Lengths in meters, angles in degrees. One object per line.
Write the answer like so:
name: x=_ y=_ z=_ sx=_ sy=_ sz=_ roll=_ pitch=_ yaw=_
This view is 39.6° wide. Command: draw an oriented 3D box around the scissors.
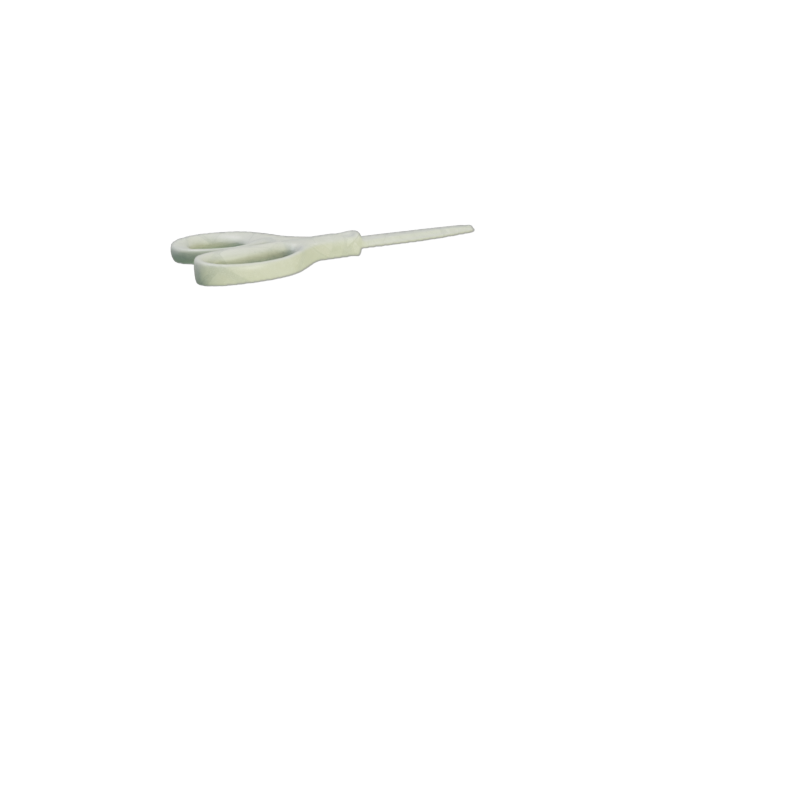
scissors: x=-0.053 y=-0.097 z=0.677 sx=0.102 sy=0.015 sz=0.198 roll=17 pitch=26 yaw=39
